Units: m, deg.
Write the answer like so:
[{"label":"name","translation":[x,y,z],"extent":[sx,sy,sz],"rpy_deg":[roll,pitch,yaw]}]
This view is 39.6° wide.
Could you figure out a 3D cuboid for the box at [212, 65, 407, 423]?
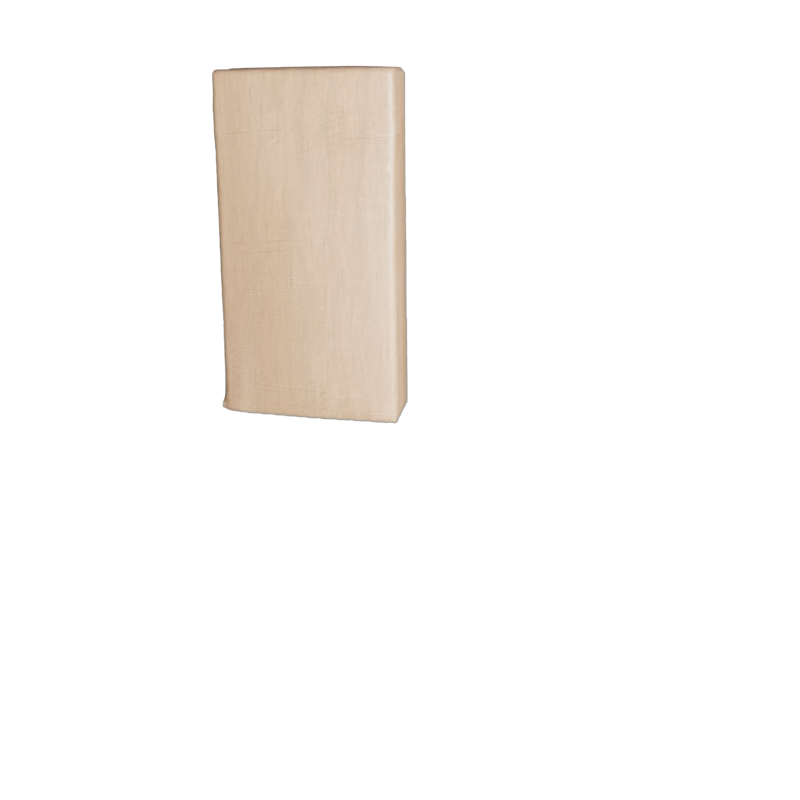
[{"label":"box","translation":[-0.044,-0.080,0.563],"extent":[0.095,0.173,0.048],"rpy_deg":[3,9,12]}]
